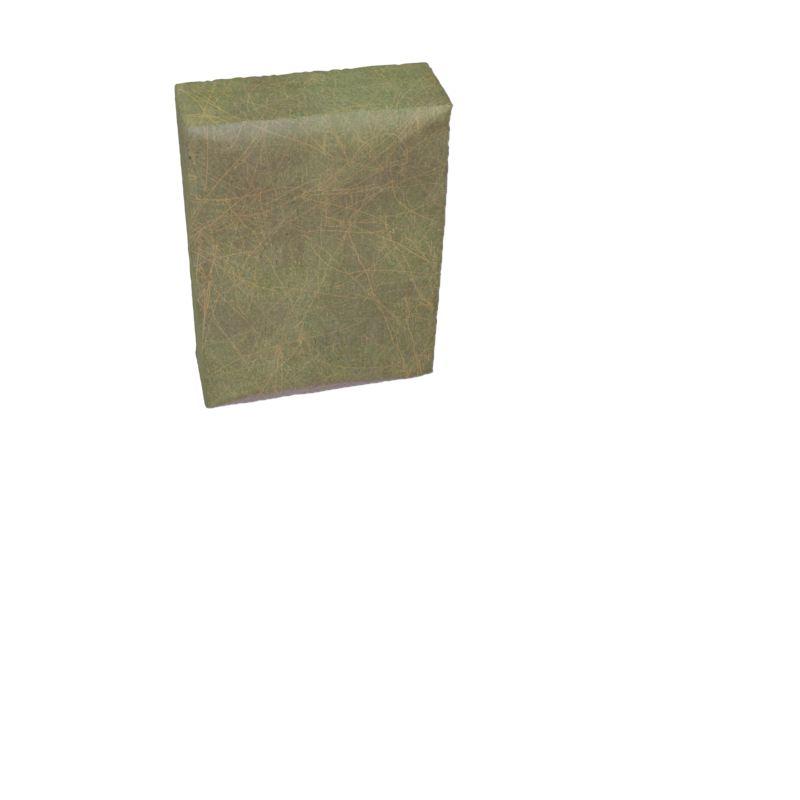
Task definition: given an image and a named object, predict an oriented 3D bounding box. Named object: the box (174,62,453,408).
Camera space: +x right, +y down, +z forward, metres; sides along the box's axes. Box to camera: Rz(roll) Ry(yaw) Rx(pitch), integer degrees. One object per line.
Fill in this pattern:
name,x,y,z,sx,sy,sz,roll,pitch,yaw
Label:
box,-0.057,-0.103,0.724,0.162,0.200,0.078,-7,38,-11
